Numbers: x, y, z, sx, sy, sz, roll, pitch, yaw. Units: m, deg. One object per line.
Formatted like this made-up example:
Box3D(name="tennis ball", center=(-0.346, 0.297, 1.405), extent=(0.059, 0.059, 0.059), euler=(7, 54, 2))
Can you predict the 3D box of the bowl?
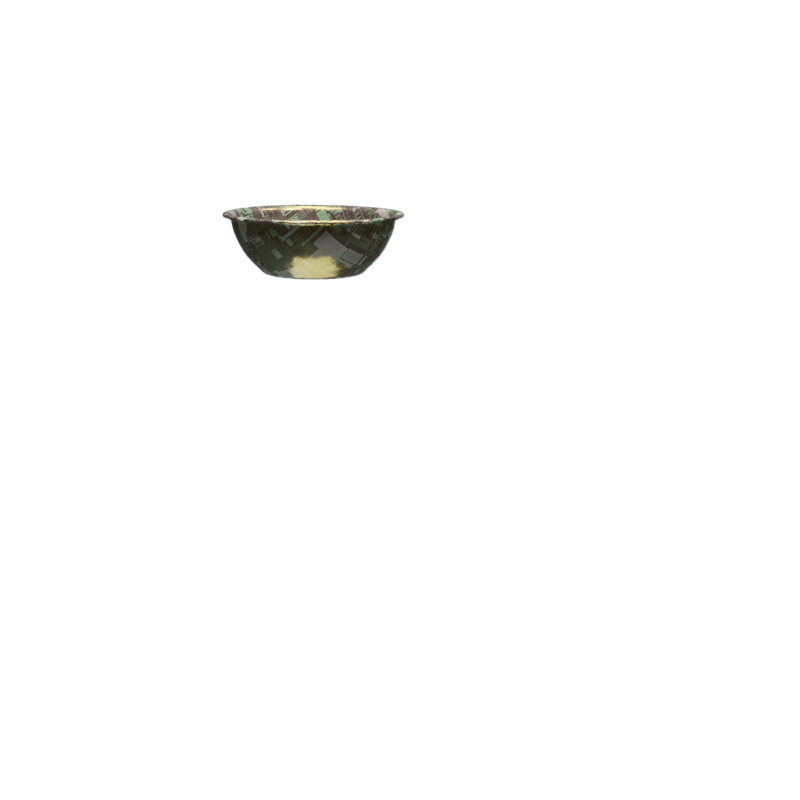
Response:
Box3D(name="bowl", center=(-0.077, -0.141, 0.990), extent=(0.162, 0.054, 0.167), euler=(0, 14, -2))
